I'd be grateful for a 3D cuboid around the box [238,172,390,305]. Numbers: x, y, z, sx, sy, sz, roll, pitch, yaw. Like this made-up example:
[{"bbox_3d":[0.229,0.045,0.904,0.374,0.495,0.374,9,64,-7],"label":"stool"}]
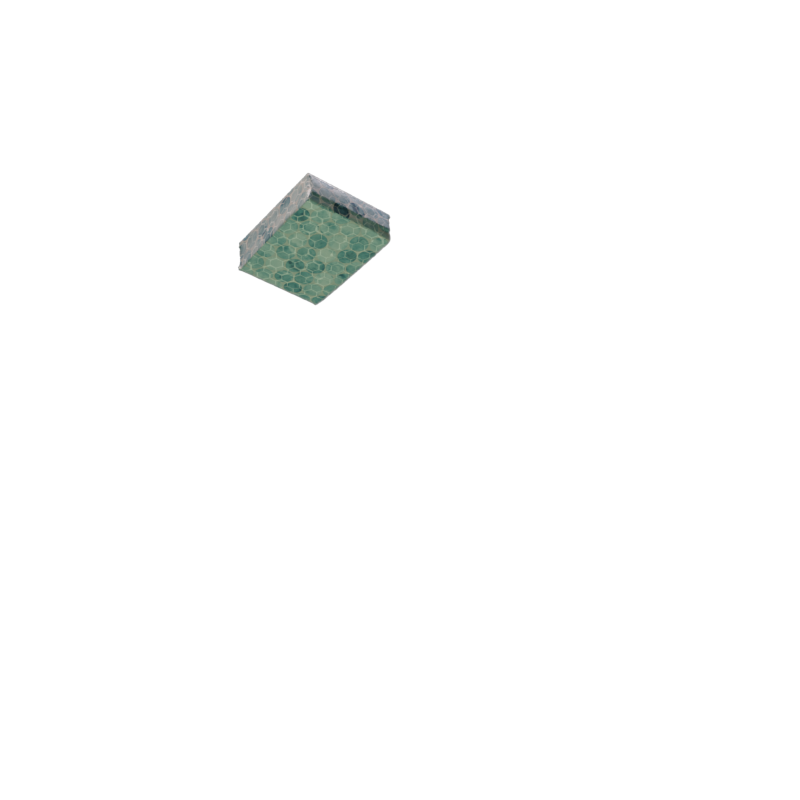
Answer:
[{"bbox_3d":[-0.077,-0.140,0.980,0.085,0.042,0.111,27,-47,-28],"label":"box"}]
